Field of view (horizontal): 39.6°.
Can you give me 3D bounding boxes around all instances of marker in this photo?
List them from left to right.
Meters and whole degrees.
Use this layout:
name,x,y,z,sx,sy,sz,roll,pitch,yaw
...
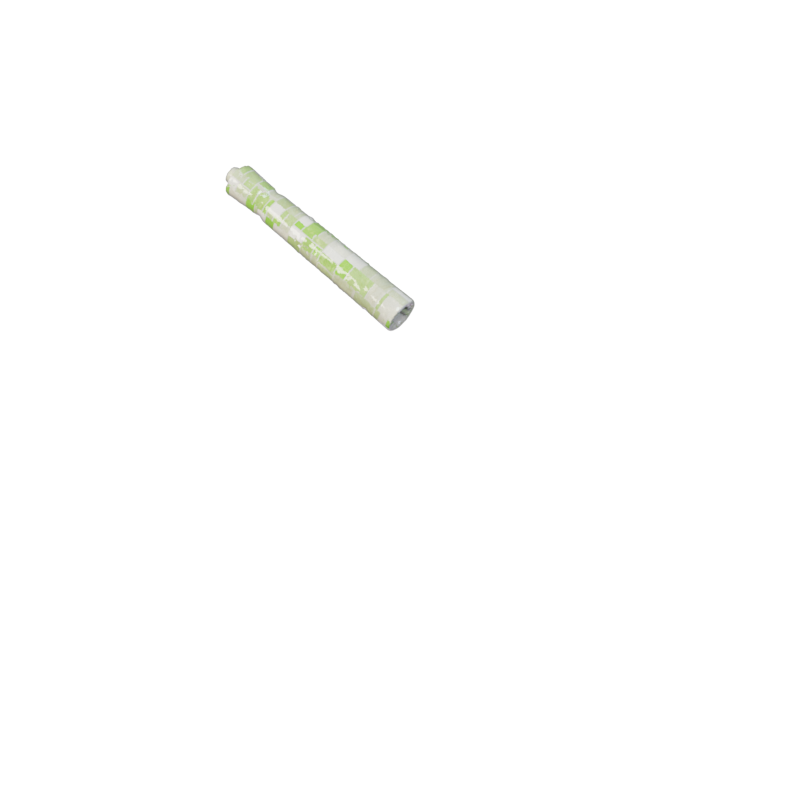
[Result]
name,x,y,z,sx,sy,sz,roll,pitch,yaw
marker,-0.043,-0.079,0.553,0.128,0.019,0.019,41,21,22
